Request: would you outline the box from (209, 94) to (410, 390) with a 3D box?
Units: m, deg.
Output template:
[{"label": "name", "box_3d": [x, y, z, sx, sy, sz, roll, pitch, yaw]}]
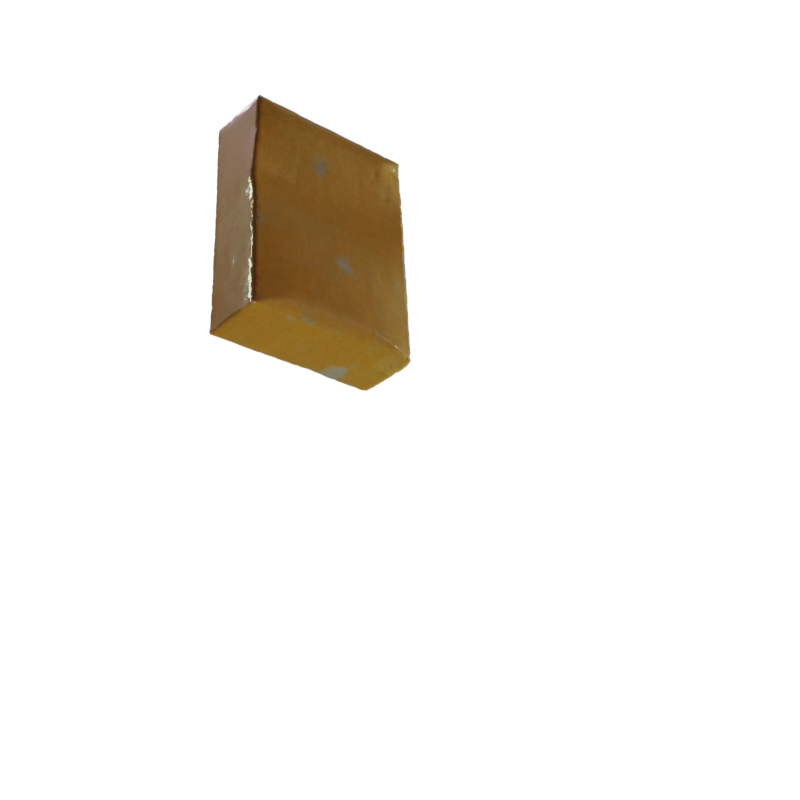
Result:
[{"label": "box", "box_3d": [-0.074, -0.135, 0.945, 0.155, 0.228, 0.071, 21, -39, -33]}]
